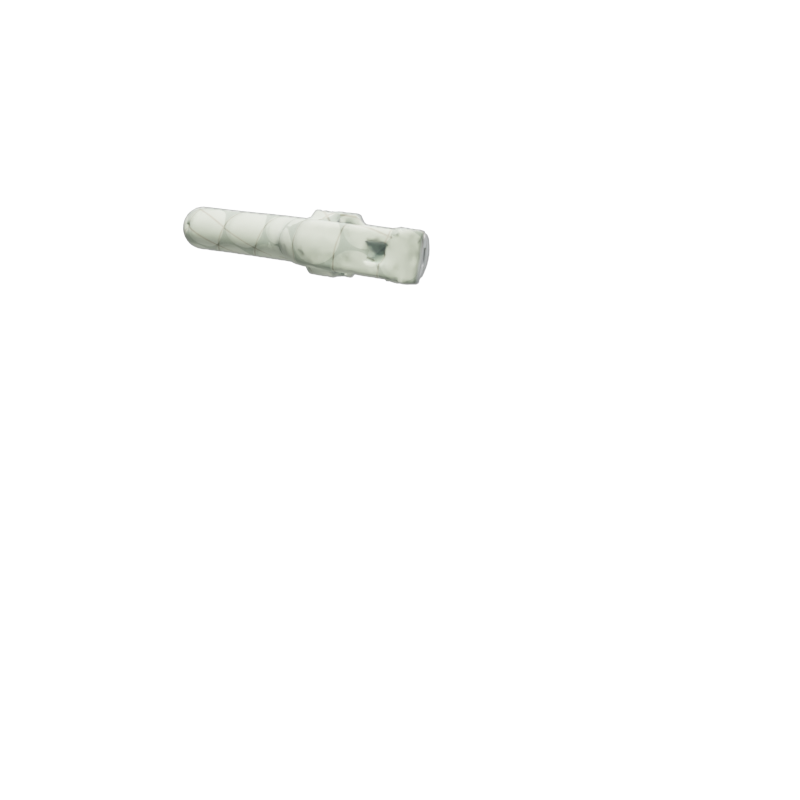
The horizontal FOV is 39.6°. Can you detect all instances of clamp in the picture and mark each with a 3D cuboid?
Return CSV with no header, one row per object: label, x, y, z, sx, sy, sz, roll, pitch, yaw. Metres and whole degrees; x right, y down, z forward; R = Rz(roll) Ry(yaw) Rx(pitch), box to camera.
clamp,-0.048,-0.087,0.610,0.117,0.039,0.178,-3,10,-21
